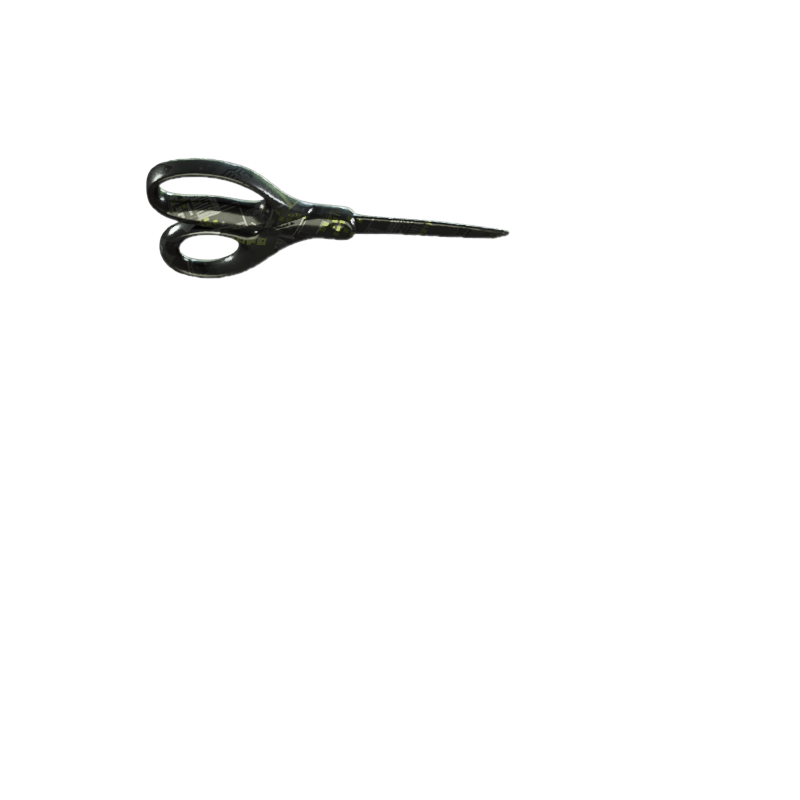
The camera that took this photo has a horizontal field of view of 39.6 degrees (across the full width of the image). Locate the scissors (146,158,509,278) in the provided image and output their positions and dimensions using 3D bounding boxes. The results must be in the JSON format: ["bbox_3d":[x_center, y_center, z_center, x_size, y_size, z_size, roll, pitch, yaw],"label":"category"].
[{"bbox_3d":[-0.049,-0.090,0.630,0.196,0.017,0.092,13,-38,-17],"label":"scissors"}]
